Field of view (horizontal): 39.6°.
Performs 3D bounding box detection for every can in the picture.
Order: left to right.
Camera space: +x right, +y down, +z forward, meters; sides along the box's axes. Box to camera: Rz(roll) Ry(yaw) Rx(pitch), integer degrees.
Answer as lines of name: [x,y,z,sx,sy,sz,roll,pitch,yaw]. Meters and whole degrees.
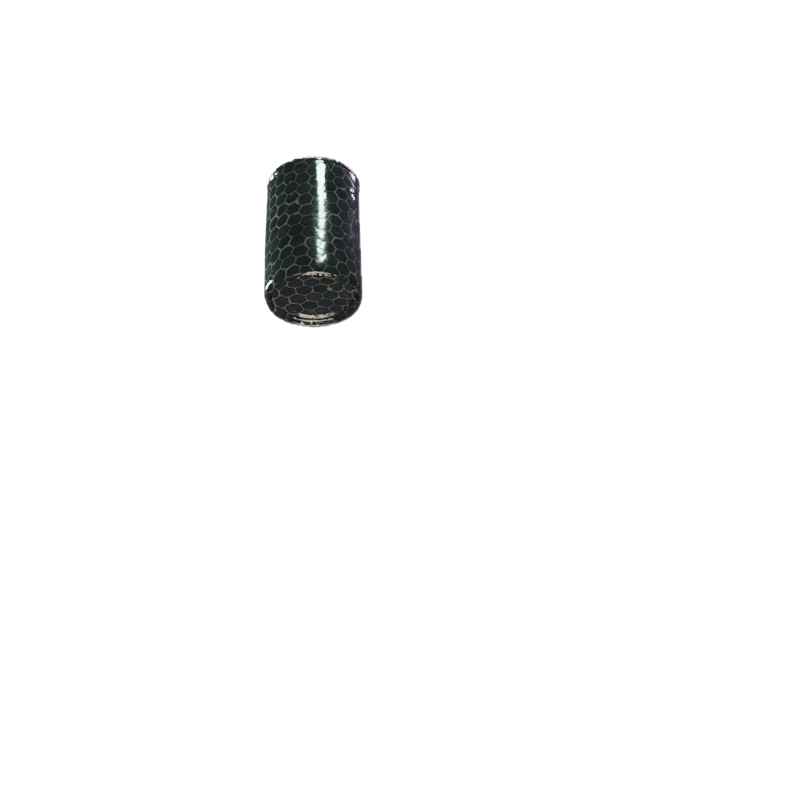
can: [-0.061,-0.111,0.778,0.068,0.109,0.064,-1,-35,-2]
